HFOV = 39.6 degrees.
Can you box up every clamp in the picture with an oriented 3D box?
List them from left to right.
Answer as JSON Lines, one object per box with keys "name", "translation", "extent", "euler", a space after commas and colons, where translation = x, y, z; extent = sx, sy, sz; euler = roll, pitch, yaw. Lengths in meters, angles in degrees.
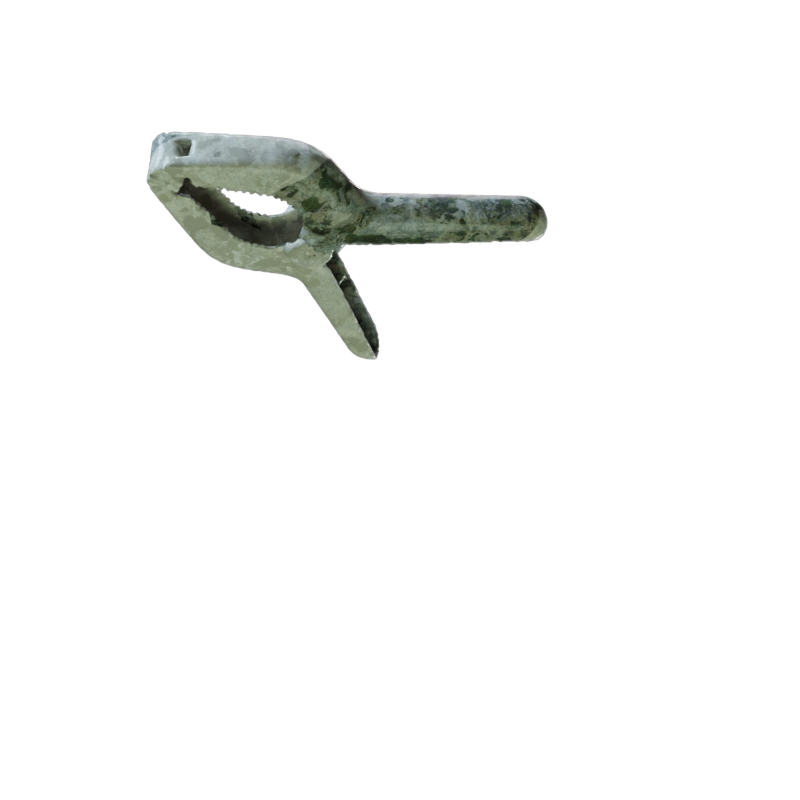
{"name": "clamp", "translation": [-0.048, -0.088, 0.619], "extent": [0.201, 0.039, 0.160], "euler": [17, -38, -23]}
